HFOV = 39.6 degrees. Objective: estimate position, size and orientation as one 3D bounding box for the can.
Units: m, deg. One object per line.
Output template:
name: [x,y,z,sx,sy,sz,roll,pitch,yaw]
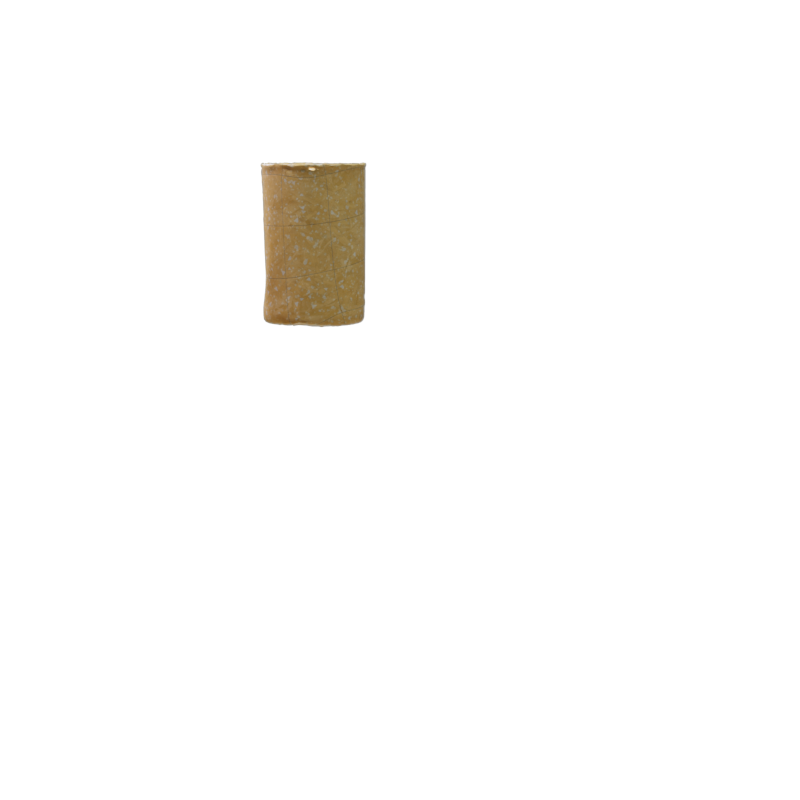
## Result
can: [-0.056,-0.102,0.715,0.068,0.101,0.070,0,7,-2]
